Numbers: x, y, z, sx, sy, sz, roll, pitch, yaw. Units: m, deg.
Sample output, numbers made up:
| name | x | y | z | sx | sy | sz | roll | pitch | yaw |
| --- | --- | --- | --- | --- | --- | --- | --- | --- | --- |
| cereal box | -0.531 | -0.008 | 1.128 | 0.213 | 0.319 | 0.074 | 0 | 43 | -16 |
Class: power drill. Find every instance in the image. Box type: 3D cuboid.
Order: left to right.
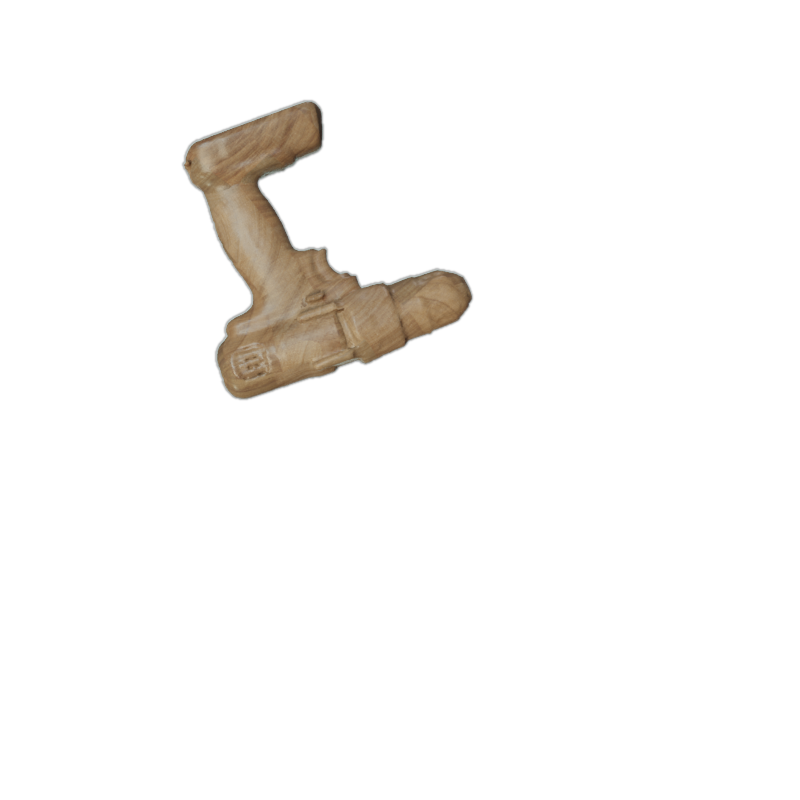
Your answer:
| name | x | y | z | sx | sy | sz | roll | pitch | yaw |
| --- | --- | --- | --- | --- | --- | --- | --- | --- | --- |
| power drill | -0.062 | -0.112 | 0.786 | 0.184 | 0.193 | 0.056 | -20 | -9 | -4 |
